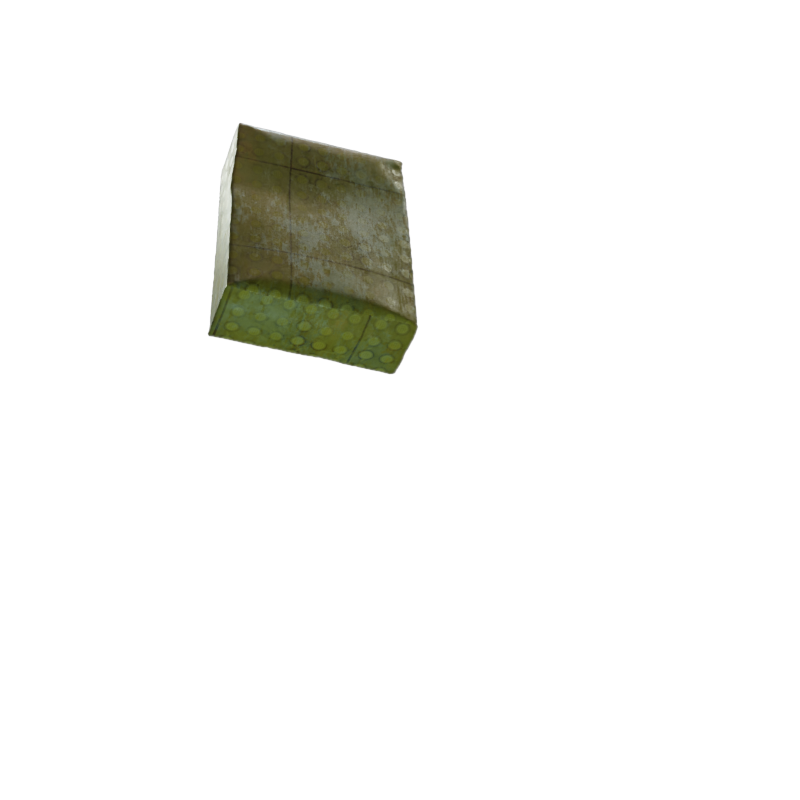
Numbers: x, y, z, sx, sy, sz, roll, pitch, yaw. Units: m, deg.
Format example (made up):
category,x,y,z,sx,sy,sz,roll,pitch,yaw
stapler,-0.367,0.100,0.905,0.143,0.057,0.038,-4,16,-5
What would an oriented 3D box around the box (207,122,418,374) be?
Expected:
category,x,y,z,sx,sy,sz,roll,pitch,yaw
box,-0.076,-0.138,0.965,0.160,0.230,0.068,11,-44,-14
